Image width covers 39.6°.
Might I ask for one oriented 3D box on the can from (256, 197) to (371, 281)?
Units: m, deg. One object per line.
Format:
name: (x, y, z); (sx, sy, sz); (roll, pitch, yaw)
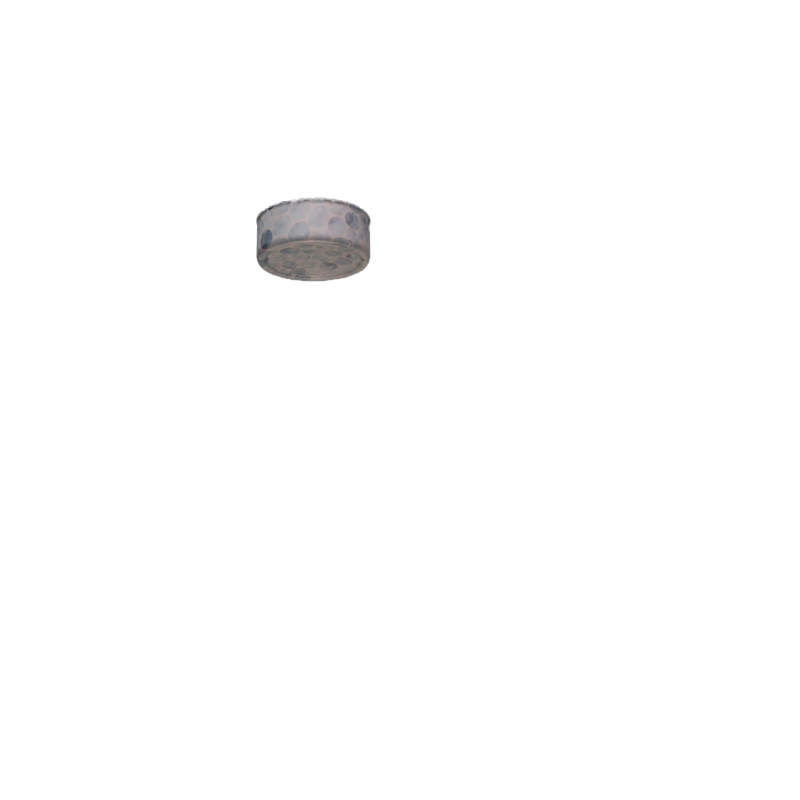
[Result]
can: (-0.064, -0.118, 0.823); (0.086, 0.035, 0.082); (0, -16, -2)
